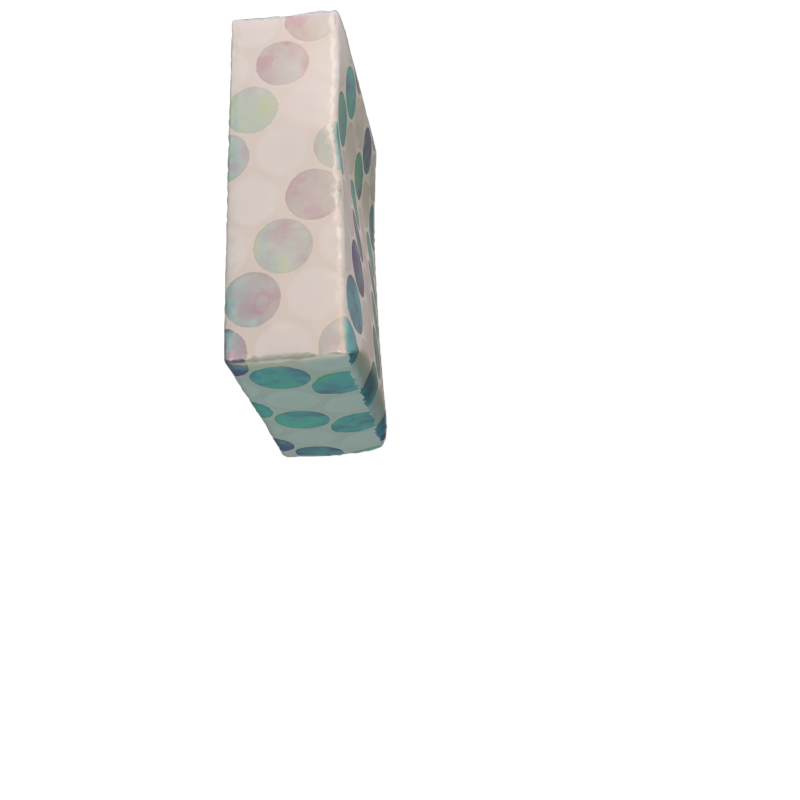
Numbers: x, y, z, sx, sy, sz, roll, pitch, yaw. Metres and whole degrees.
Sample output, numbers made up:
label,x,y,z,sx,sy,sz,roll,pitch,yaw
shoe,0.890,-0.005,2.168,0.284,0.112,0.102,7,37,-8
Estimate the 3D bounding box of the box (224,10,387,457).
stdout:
label,x,y,z,sx,sy,sz,roll,pitch,yaw
box,-0.051,-0.093,0.651,0.072,0.226,0.154,-4,-25,5
